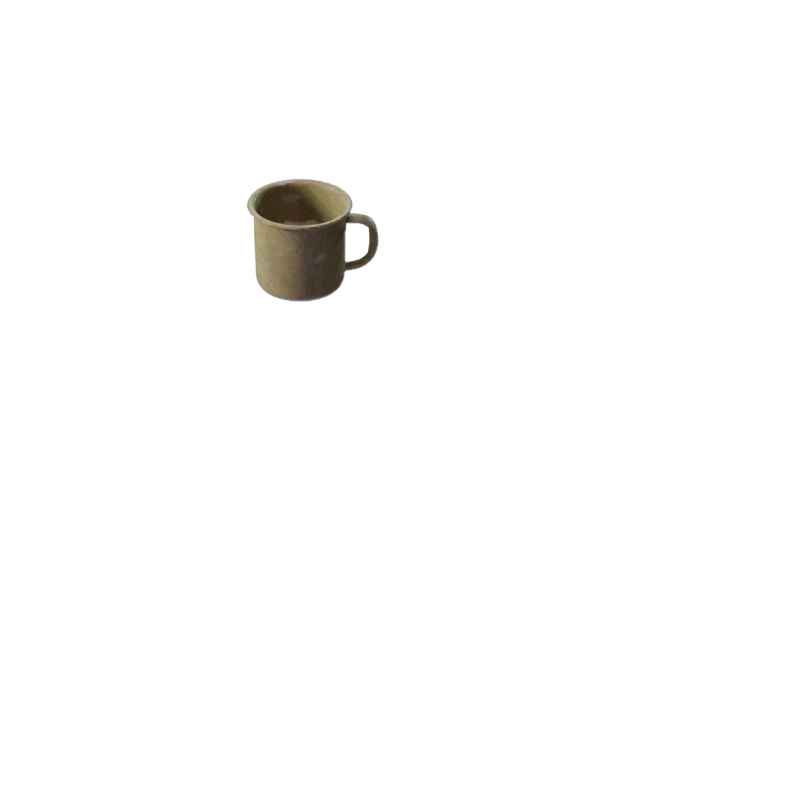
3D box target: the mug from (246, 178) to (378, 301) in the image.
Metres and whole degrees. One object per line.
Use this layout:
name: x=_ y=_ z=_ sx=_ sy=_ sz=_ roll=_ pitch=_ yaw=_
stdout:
mug: x=-0.078 y=-0.142 z=0.997 sx=0.117 sy=0.076 sz=0.100 roll=-1 pitch=34 yaw=-3
